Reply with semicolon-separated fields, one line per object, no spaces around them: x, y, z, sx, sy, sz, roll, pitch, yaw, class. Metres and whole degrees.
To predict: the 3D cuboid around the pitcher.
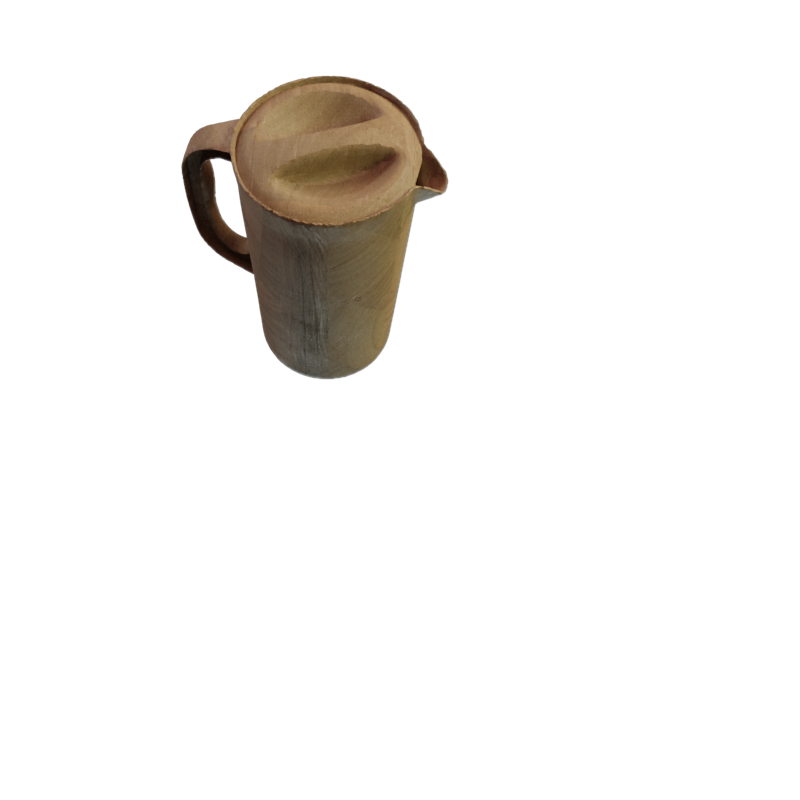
-0.066;-0.120;0.843;0.145;0.159;0.228;-30;-25;-19;pitcher
